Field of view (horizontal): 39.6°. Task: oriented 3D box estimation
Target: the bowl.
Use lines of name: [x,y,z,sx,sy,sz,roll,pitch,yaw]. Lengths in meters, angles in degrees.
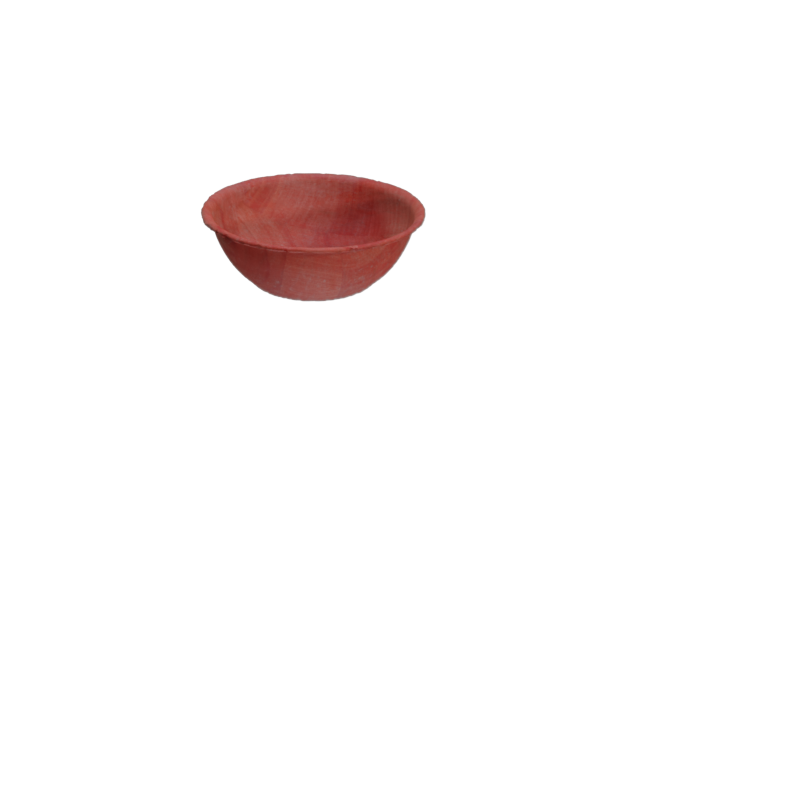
bowl: [-0.063,-0.115,0.806,0.162,0.052,0.171,-1,28,-2]
